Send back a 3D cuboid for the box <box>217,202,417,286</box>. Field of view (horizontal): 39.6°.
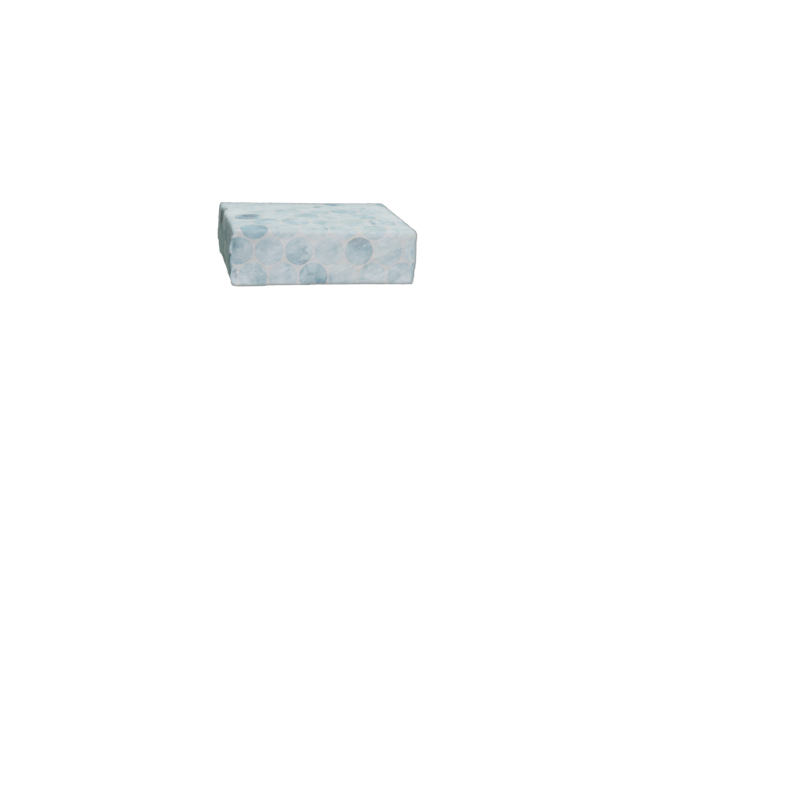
[{"bbox_3d":[-0.054,-0.099,0.690,0.112,0.038,0.094,-4,18,-11],"label":"box"}]
